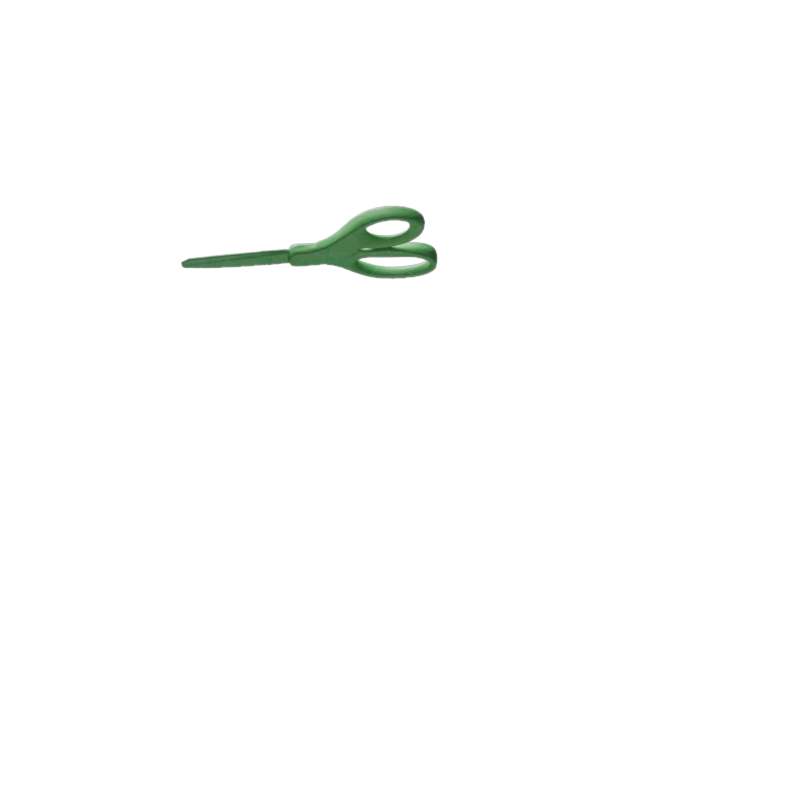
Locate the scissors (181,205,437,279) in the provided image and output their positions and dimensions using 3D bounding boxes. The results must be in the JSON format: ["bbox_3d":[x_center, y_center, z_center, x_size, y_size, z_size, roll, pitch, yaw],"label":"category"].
[{"bbox_3d":[-0.067,-0.123,0.860,0.200,0.017,0.091,4,-29,-7],"label":"scissors"}]
